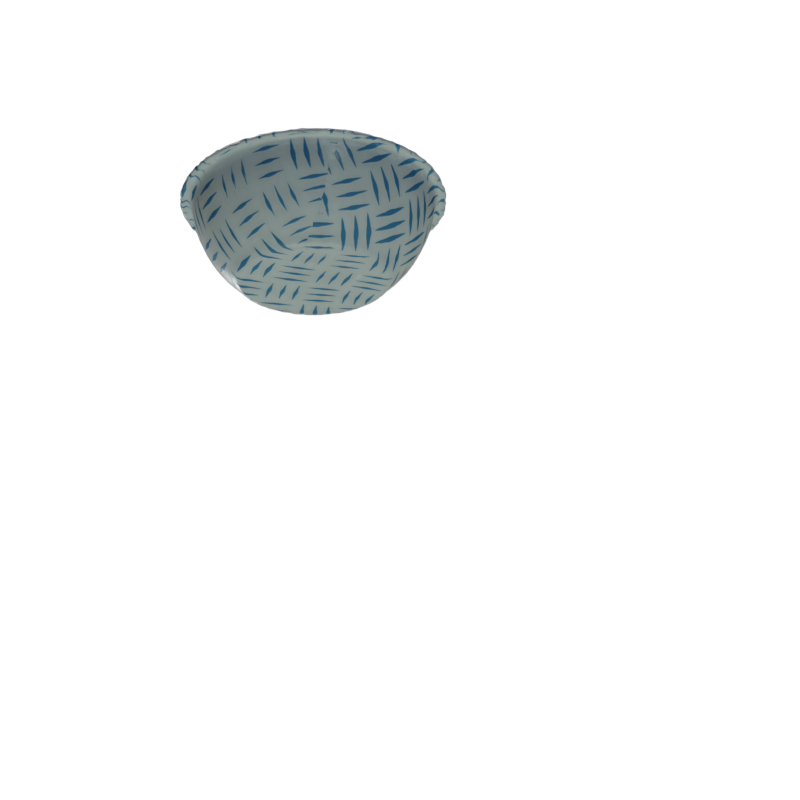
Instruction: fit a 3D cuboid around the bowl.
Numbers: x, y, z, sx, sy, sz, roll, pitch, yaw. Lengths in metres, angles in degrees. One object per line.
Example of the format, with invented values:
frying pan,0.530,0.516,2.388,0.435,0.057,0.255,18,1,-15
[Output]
bowl,-0.052,-0.095,0.662,0.162,0.058,0.153,1,-23,-2
